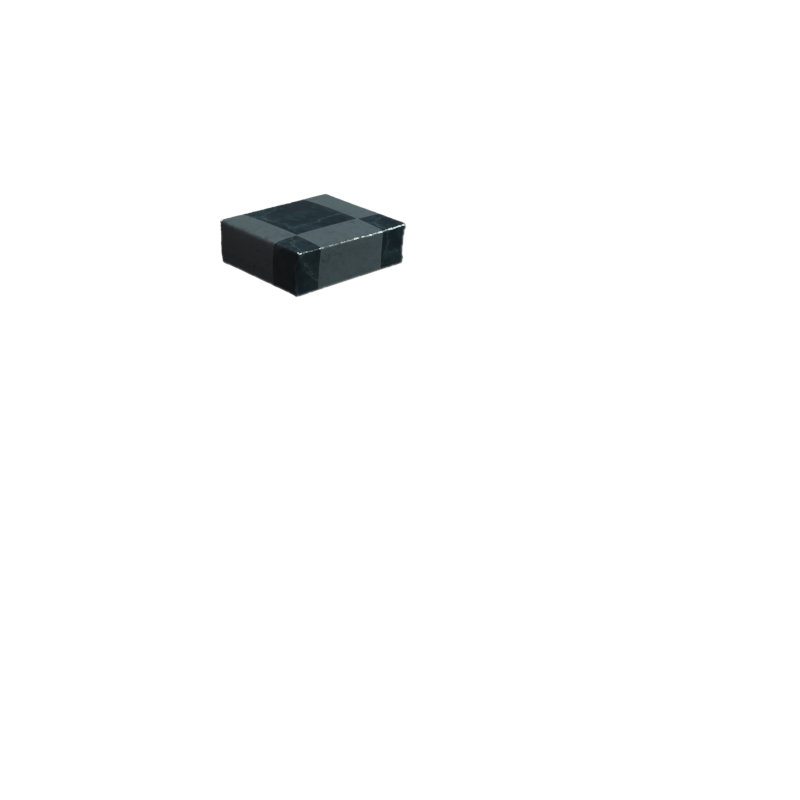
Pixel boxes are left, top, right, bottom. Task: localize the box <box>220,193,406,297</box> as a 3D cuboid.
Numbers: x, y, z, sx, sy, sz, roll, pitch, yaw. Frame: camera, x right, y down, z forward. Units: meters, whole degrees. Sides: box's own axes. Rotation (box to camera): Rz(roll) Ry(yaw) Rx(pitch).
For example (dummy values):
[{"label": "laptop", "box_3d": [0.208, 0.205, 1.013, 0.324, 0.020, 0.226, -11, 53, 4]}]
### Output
[{"label": "box", "box_3d": [-0.066, -0.120, 0.840, 0.112, 0.037, 0.096, -24, 36, -39]}]
